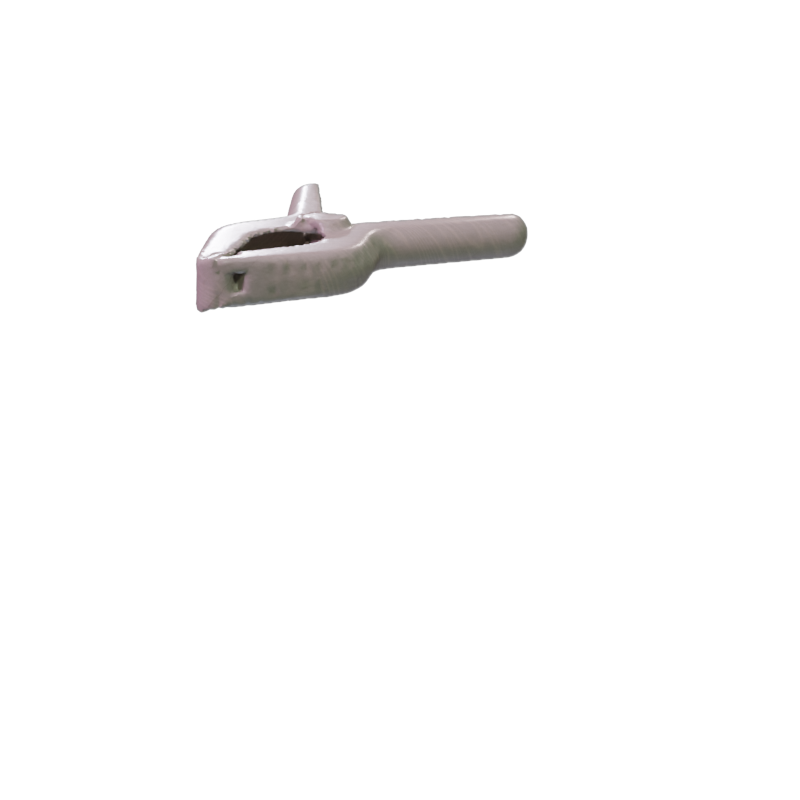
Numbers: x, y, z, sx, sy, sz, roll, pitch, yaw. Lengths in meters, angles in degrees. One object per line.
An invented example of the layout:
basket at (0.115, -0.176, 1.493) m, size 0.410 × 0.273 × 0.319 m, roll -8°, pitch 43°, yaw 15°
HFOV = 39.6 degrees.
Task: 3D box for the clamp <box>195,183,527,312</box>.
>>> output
clamp at (-0.050, -0.091, 0.634) m, size 0.174 × 0.035 × 0.207 m, roll 17°, pitch 27°, yaw 37°
